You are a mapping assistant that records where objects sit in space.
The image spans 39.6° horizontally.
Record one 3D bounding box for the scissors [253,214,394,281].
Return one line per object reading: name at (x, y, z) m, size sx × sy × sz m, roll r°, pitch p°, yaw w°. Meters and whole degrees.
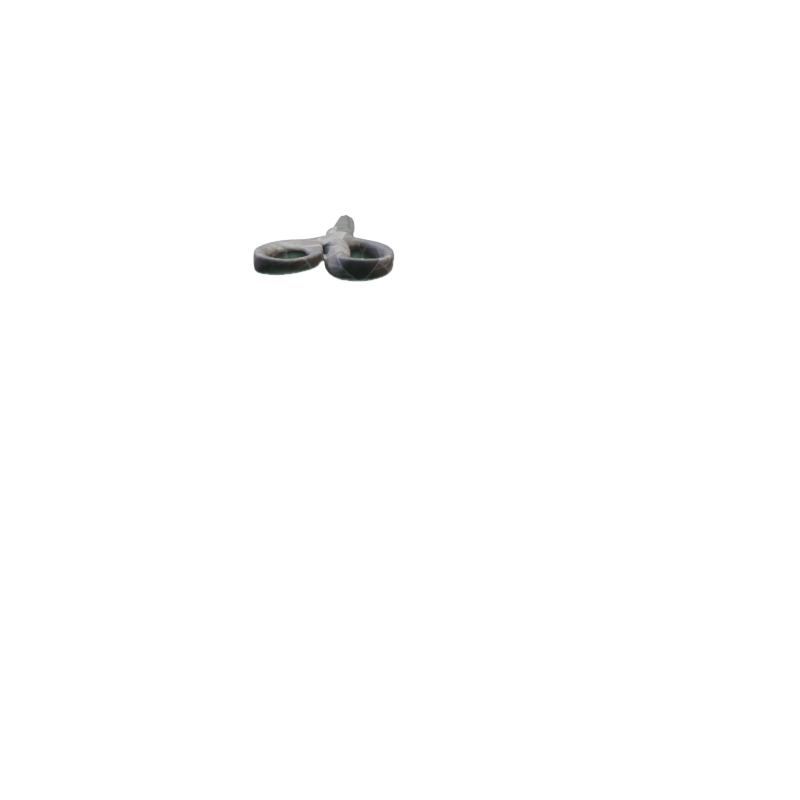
scissors at (-0.059, -0.107, 0.751) m, size 0.095 × 0.015 × 0.211 m, roll -4°, pitch 18°, yaw -13°
